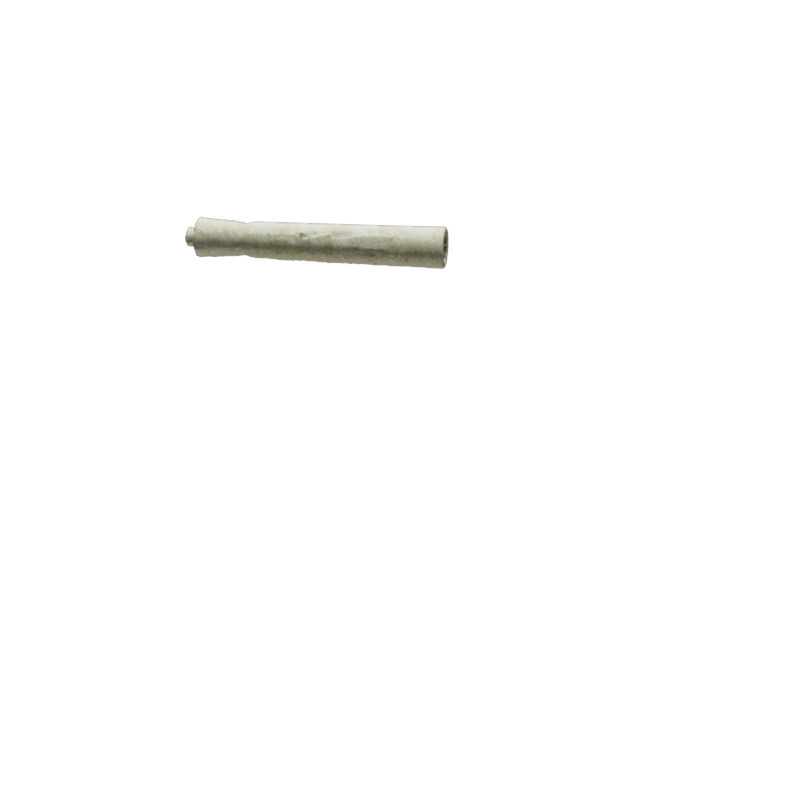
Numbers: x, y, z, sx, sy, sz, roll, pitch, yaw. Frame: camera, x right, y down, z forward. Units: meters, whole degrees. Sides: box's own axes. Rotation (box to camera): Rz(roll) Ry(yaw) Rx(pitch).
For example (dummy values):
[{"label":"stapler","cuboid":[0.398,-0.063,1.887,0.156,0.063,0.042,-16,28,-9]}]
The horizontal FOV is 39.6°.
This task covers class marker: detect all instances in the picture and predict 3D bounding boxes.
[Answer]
[{"label":"marker","cuboid":[-0.039,-0.072,0.503,0.123,0.020,0.019,5,5,14]}]
